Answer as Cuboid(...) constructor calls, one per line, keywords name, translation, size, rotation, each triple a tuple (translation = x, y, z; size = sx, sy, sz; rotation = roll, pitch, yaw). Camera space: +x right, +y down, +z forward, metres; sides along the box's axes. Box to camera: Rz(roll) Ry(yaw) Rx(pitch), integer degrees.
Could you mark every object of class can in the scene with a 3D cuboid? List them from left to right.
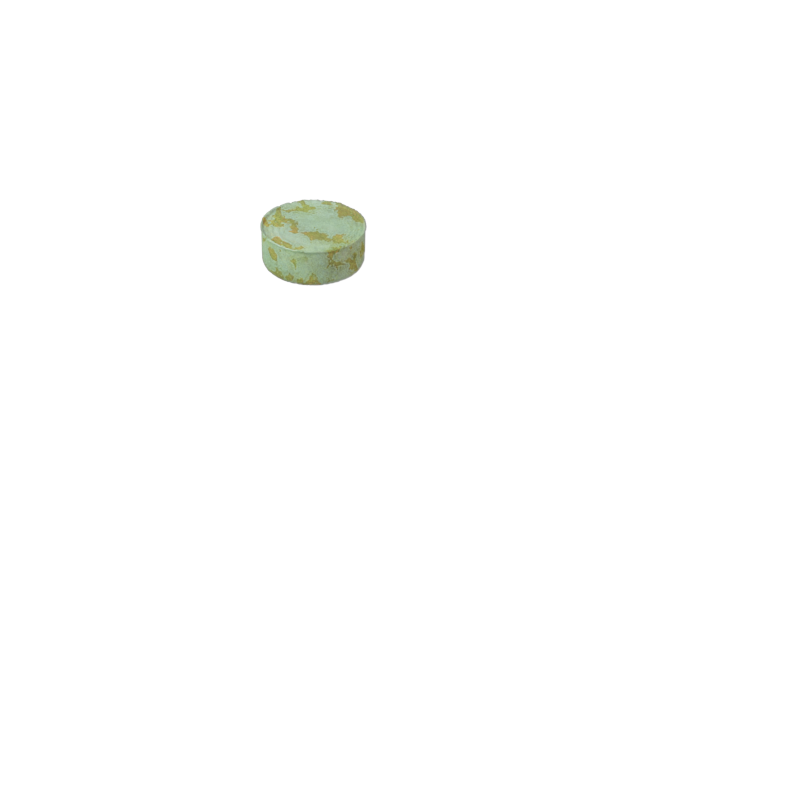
Cuboid(name="can", translation=(-0.071, -0.129, 0.901), size=(0.086, 0.031, 0.092), rotation=(-1, 36, -2))
